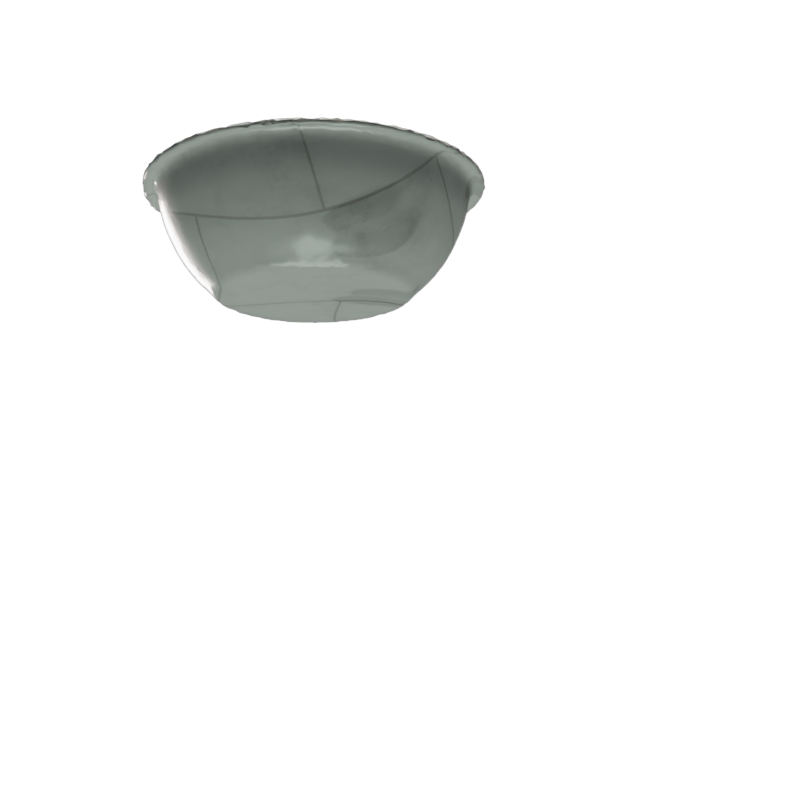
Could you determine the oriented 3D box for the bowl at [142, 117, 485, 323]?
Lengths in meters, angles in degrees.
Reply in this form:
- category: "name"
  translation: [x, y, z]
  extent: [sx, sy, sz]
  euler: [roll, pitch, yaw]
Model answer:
- category: "bowl"
  translation: [-0.041, -0.074, 0.519]
  extent: [0.162, 0.057, 0.156]
  euler: [0, -13, -2]
